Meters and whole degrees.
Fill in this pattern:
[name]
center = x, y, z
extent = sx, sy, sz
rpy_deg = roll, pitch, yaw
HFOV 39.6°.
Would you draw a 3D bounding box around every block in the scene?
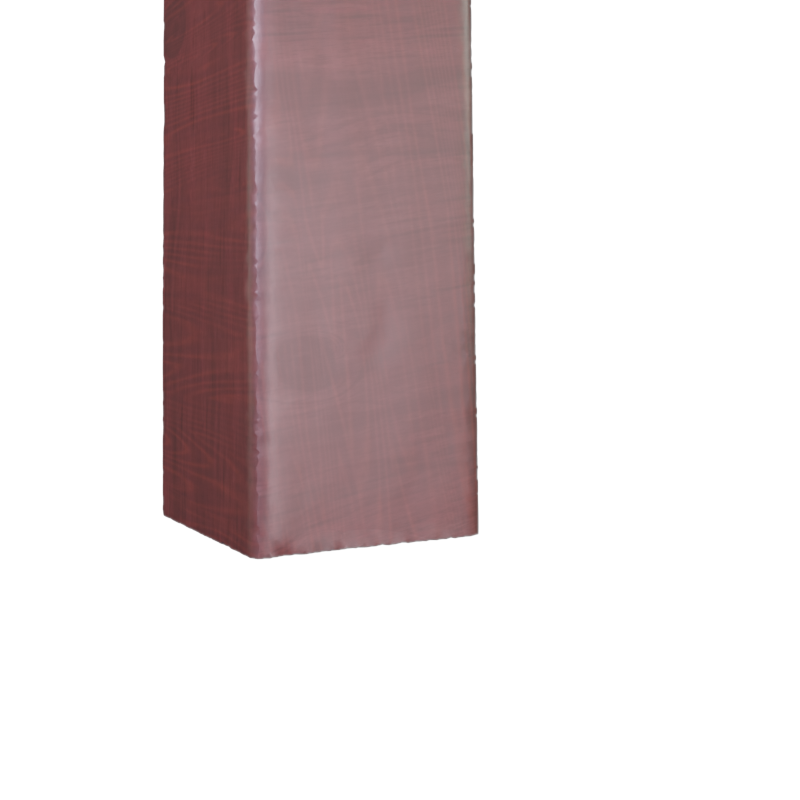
[block]
center = -0.033, -0.059, 0.411
extent = 0.087, 0.208, 0.093
rpy_deg = 1, -2, -29
